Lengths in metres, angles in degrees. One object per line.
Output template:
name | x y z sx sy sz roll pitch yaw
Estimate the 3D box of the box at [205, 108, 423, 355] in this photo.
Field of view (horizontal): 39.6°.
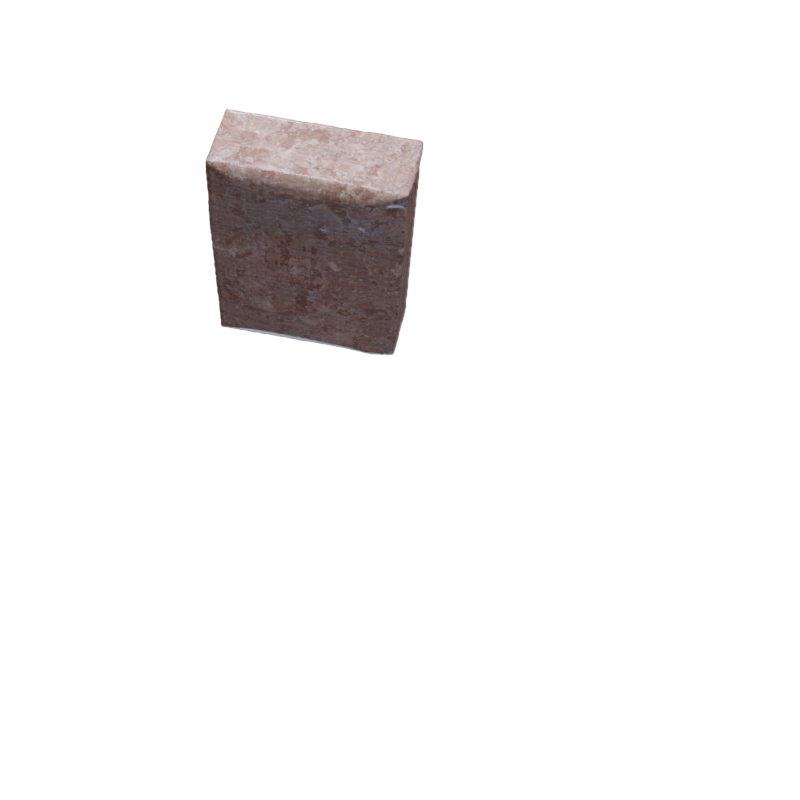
box | -0.073 -0.134 0.938 0.166 0.076 0.200 12 -36 6
